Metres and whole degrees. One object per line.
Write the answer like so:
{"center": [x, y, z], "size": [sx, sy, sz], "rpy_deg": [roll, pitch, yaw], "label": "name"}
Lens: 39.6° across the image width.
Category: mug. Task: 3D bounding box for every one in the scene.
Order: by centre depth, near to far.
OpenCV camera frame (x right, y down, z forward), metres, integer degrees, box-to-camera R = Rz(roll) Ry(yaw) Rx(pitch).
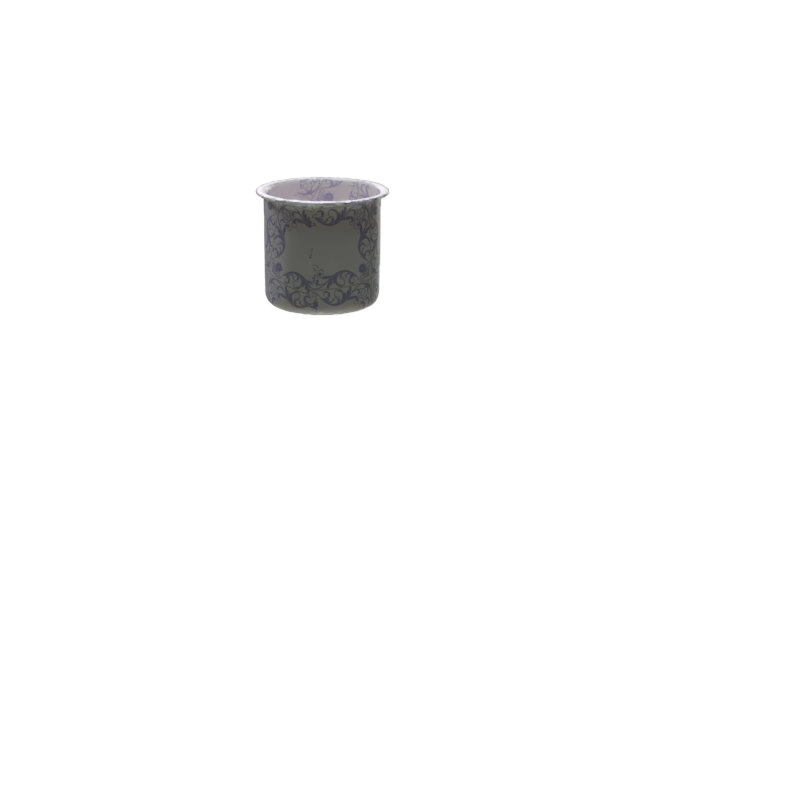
{"center": [-0.062, -0.113, 0.791], "size": [0.091, 0.078, 0.125], "rpy_deg": [-12, 23, -32], "label": "mug"}
